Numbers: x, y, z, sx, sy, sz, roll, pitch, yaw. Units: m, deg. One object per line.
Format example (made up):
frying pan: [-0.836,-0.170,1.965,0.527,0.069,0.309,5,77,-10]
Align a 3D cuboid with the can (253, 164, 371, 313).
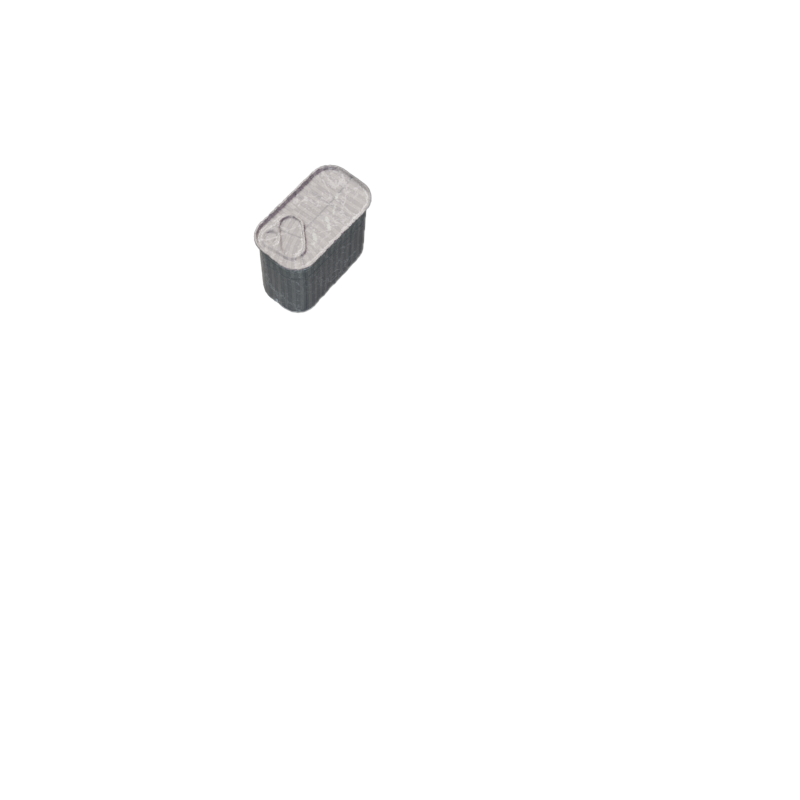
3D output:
can: [-0.072,-0.131,0.921,0.060,0.104,0.079,36,-22,14]
